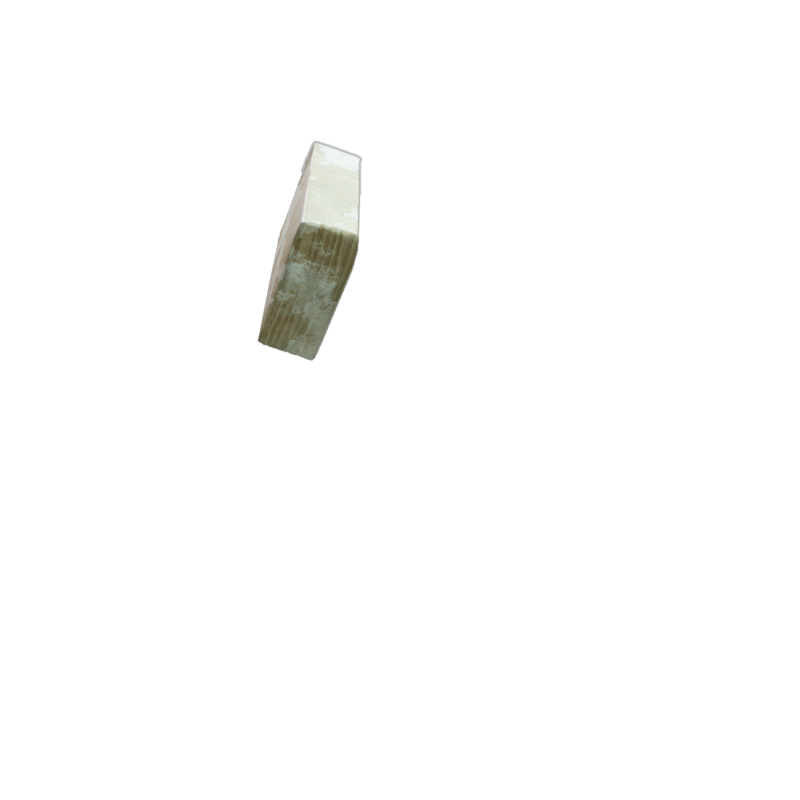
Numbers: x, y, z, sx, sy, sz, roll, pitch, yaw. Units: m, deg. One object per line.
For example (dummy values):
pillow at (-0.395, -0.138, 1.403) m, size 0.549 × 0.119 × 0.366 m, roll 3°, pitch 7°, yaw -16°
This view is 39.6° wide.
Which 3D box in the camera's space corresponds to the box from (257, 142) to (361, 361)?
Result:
box at (-0.062, -0.111, 0.781) m, size 0.047 × 0.090 × 0.186 m, roll 18°, pitch 25°, yaw -13°
